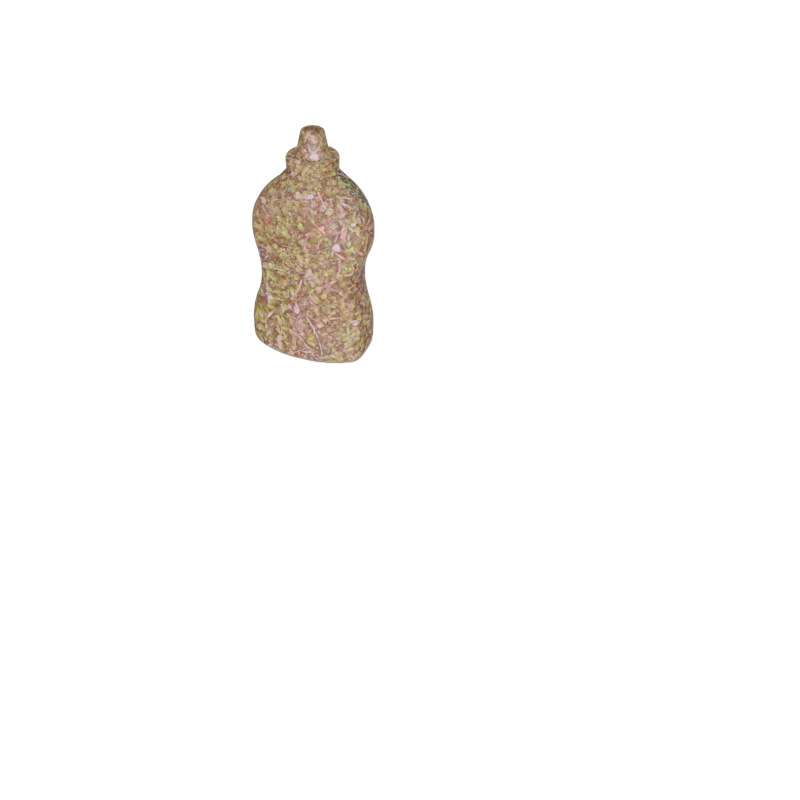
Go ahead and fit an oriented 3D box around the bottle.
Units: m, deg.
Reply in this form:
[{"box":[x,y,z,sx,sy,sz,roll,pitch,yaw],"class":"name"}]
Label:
[{"box":[-0.068,-0.124,0.867,0.099,0.180,0.060,14,33,19],"class":"bottle"}]
